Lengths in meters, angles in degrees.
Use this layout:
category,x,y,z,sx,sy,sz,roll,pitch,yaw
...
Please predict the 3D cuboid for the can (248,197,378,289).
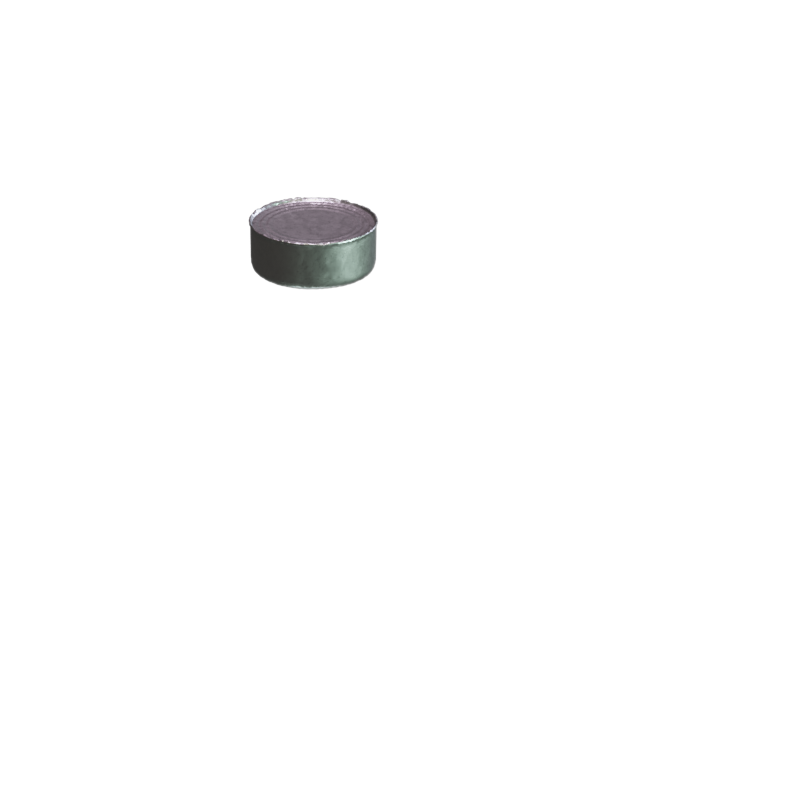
category,x,y,z,sx,sy,sz,roll,pitch,yaw
can,-0.058,-0.106,0.742,0.086,0.032,0.091,-1,28,-2
